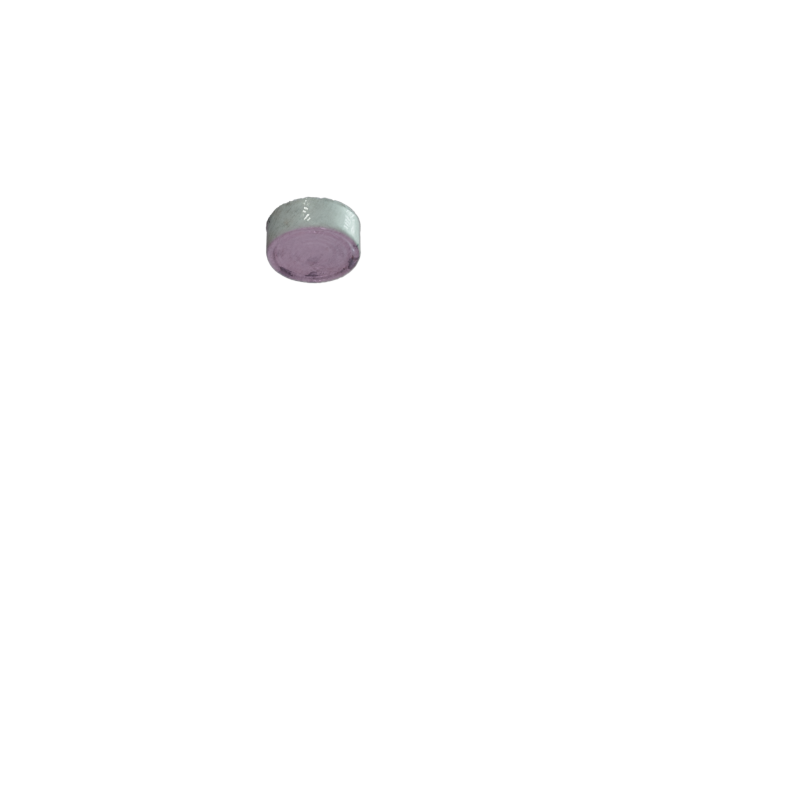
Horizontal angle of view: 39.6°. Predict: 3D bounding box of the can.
[{"bbox_3d":[-0.078,-0.141,0.991,0.086,0.036,0.080,1,-33,-2],"label":"can"}]
